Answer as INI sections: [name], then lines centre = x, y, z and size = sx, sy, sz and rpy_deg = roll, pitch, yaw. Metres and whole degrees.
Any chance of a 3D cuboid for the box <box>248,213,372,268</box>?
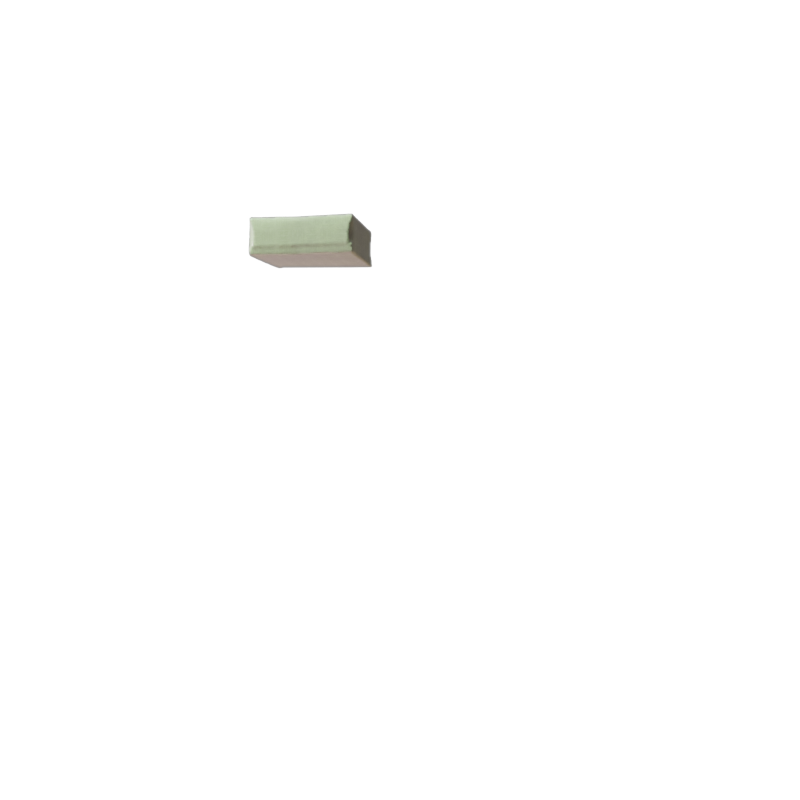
[box]
centre = -0.062, -0.113, 0.795
size = 0.074, 0.030, 0.087
rpy_deg = 0, 0, 10
